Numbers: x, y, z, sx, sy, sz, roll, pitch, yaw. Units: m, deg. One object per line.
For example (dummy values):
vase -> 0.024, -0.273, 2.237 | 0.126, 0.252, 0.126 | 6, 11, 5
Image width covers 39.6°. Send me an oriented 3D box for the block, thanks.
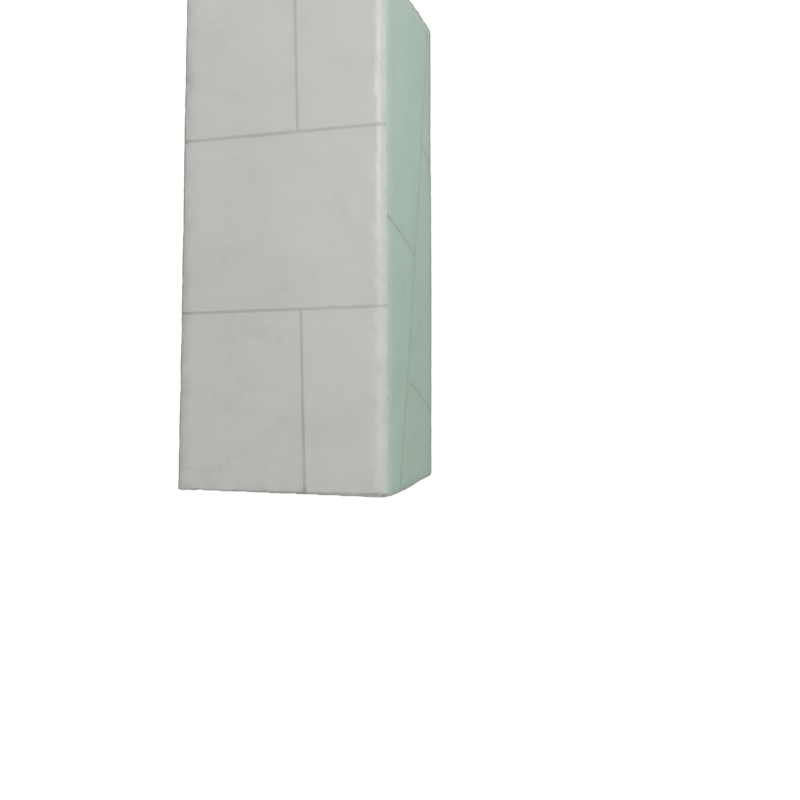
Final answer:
block -> -0.037, -0.069, 0.484 | 0.092, 0.209, 0.087 | -2, -5, 15
